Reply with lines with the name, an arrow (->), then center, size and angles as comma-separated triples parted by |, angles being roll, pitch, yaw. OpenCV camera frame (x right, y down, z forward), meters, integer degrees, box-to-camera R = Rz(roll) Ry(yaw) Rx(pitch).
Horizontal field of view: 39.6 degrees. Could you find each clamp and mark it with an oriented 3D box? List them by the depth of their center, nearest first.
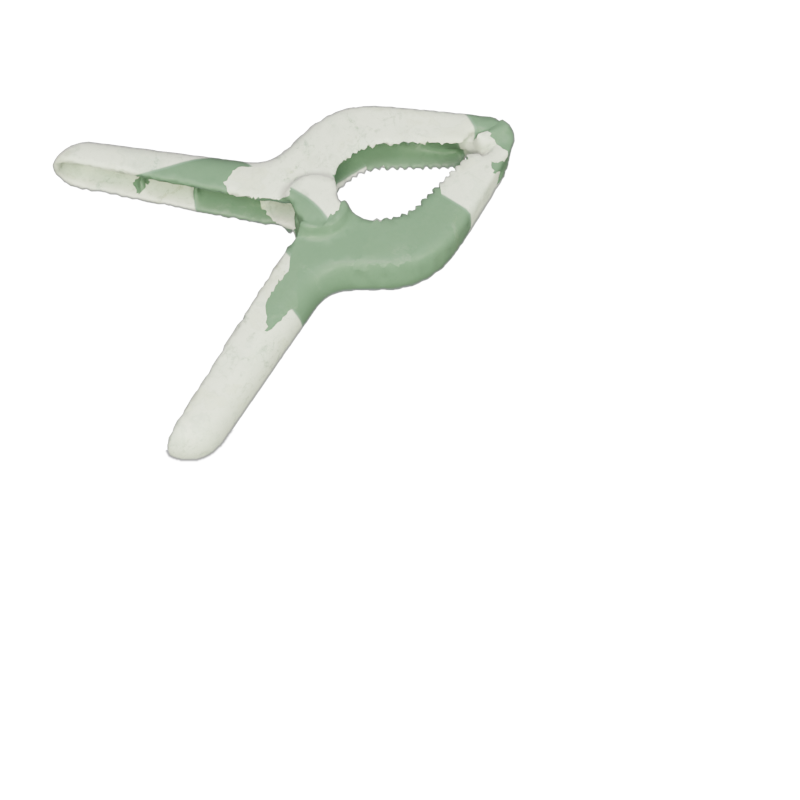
clamp -> -0.039, -0.072, 0.504 | 0.209, 0.175, 0.034 | -17, -25, -8
